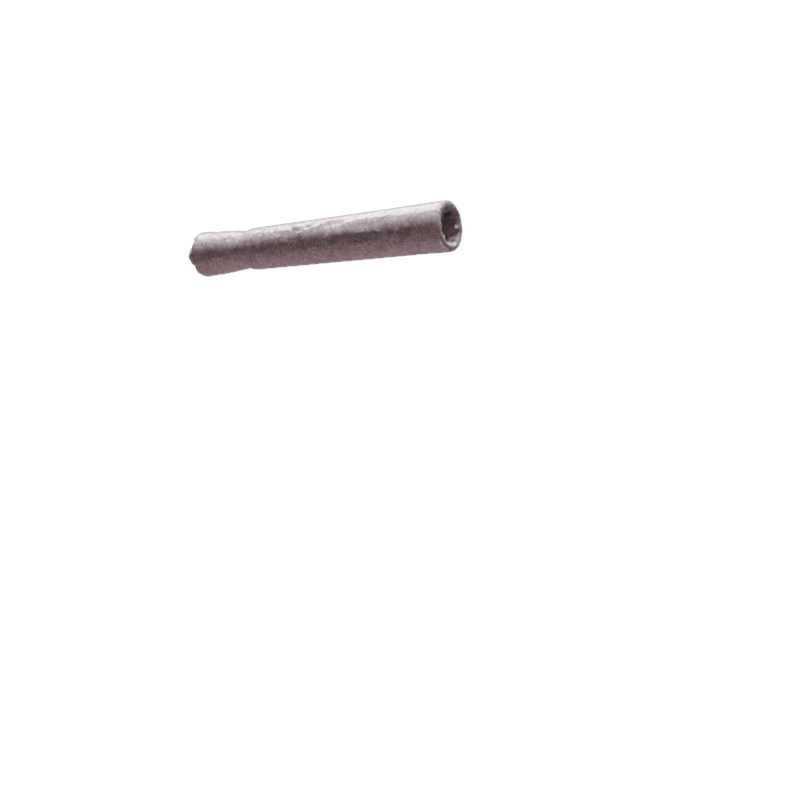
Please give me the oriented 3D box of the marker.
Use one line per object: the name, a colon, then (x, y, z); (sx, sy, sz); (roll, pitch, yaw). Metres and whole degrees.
marker: (-0.034, -0.062, 0.431); (0.125, 0.020, 0.019); (-1, 3, 33)
